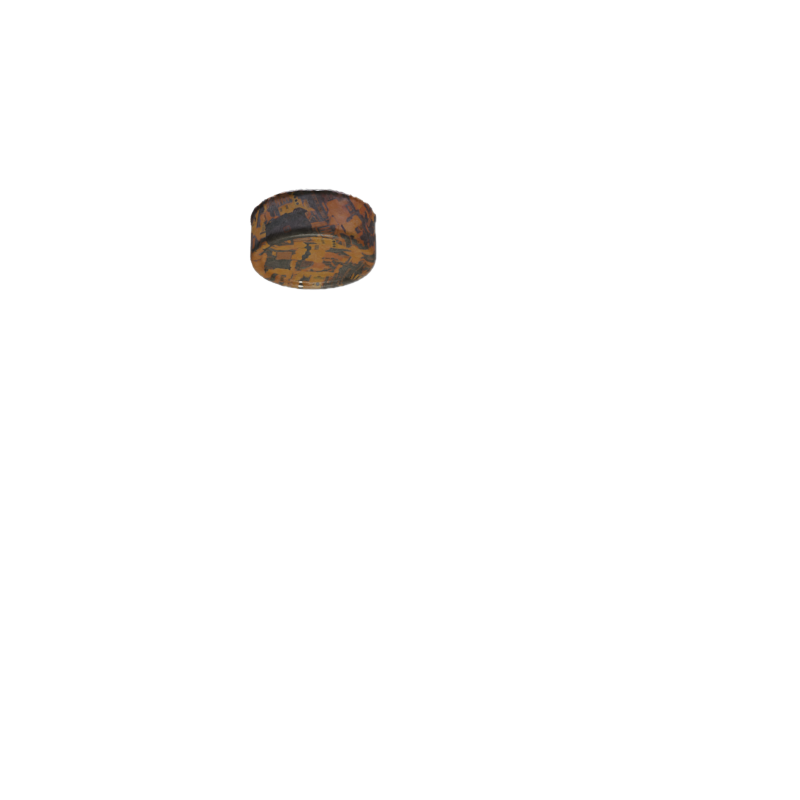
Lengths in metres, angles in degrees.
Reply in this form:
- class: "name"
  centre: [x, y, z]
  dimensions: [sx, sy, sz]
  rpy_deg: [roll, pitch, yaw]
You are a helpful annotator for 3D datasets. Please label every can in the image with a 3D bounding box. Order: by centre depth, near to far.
- class: "can"
  centre: [-0.058, -0.106, 0.745]
  dimensions: [0.086, 0.035, 0.081]
  rpy_deg: [0, -22, -2]
